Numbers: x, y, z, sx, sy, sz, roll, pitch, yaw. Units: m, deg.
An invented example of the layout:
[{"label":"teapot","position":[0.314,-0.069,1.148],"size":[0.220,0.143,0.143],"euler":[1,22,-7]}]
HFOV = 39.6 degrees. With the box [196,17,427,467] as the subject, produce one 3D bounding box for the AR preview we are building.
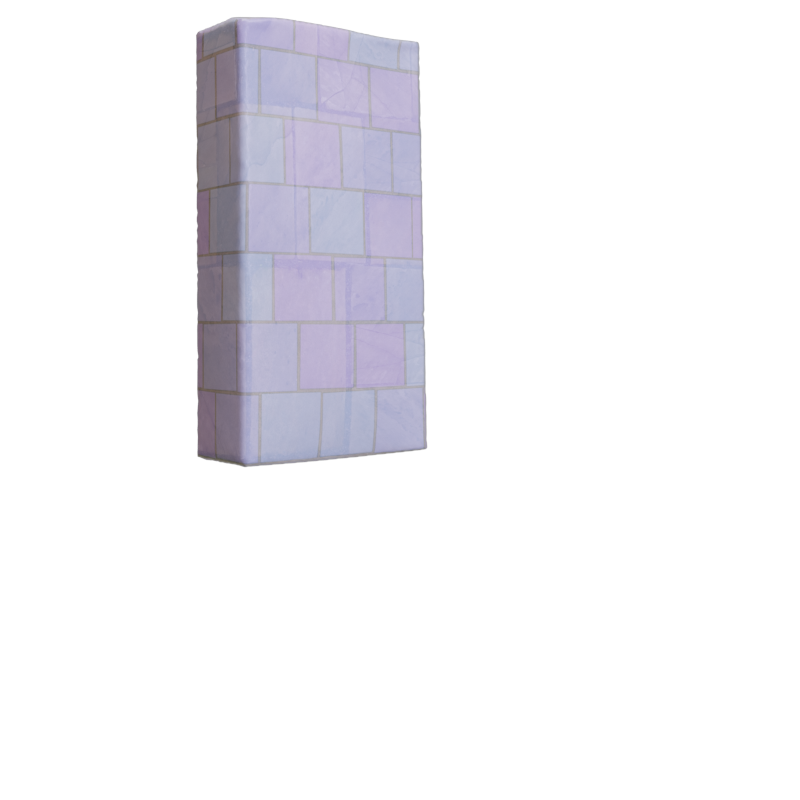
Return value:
[{"label":"box","position":[-0.036,-0.066,0.463],"size":[0.090,0.177,0.050],"euler":[0,-1,-36]}]
